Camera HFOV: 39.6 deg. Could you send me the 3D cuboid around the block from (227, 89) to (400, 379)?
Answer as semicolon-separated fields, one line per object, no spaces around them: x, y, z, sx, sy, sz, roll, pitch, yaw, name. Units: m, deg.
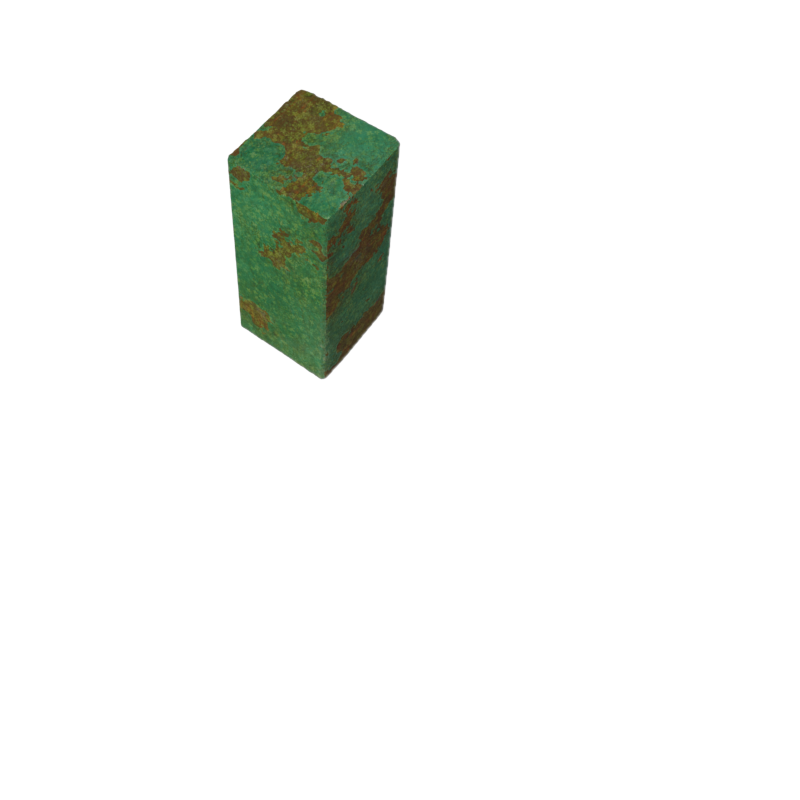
-0.065;-0.121;0.844;0.095;0.092;0.193;32;-29;16;block
